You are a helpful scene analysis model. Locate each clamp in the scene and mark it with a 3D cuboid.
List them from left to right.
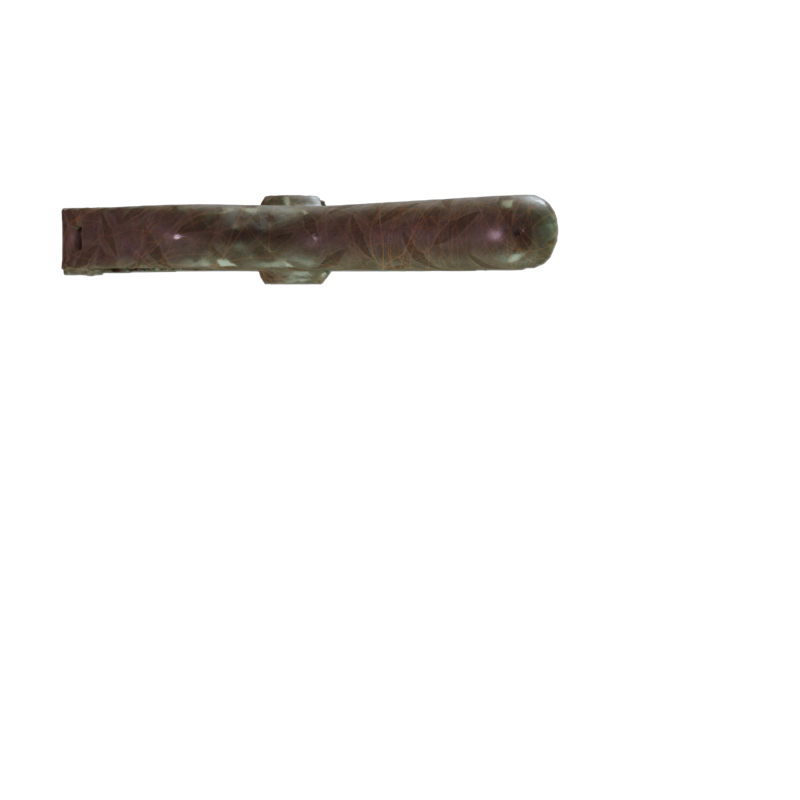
[{"bbox_3d":[-0.036,-0.066,0.465,0.214,0.036,0.162,1,5,14],"label":"clamp"}]
